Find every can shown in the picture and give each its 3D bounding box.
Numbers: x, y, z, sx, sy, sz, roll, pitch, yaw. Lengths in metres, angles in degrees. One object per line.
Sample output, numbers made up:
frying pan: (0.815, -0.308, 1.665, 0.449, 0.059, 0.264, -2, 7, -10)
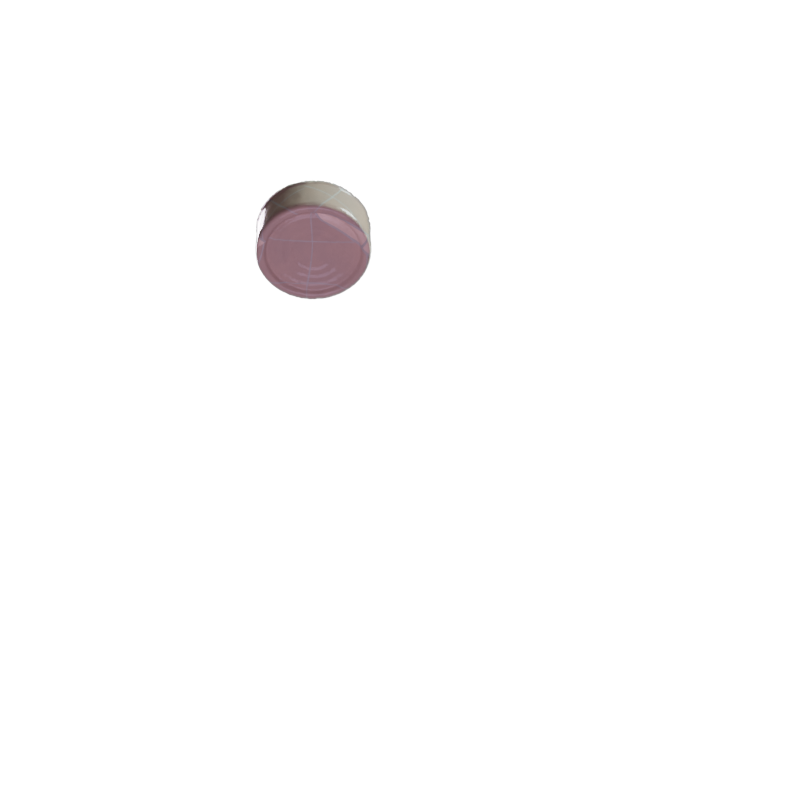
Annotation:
can: (-0.064, -0.117, 0.818, 0.086, 0.080, 0.036, 1, 37, -1)
